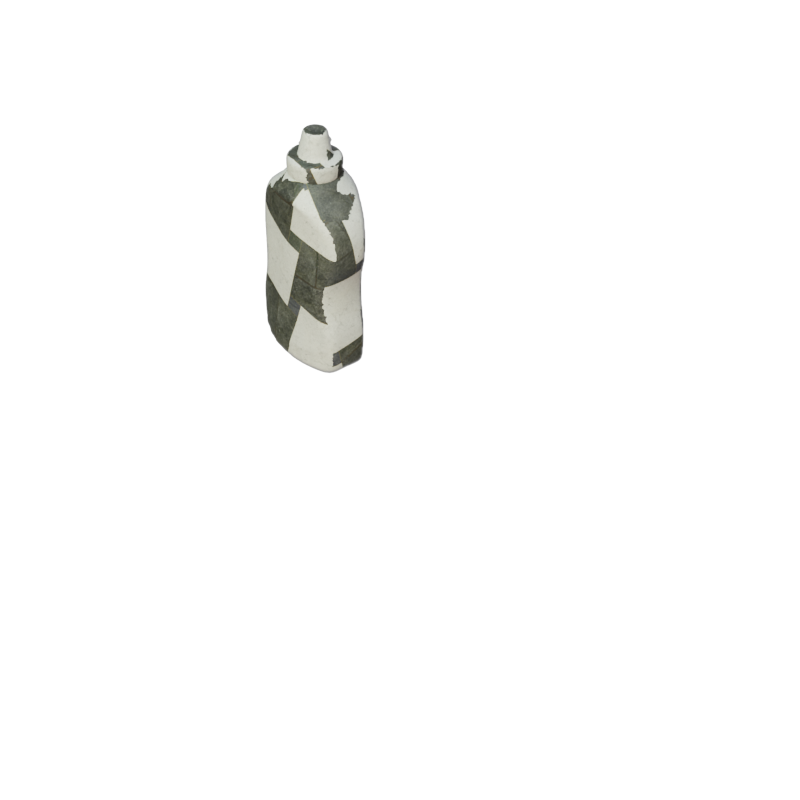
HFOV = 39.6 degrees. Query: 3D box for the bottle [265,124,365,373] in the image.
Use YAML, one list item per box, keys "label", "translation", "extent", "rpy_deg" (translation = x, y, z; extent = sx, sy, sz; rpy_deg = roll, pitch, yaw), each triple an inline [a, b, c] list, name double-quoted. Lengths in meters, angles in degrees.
- label: "bottle"
  translation: [-0.065, -0.120, 0.839]
  extent: [0.058, 0.179, 0.104]
  rpy_deg: [-20, 43, -28]
